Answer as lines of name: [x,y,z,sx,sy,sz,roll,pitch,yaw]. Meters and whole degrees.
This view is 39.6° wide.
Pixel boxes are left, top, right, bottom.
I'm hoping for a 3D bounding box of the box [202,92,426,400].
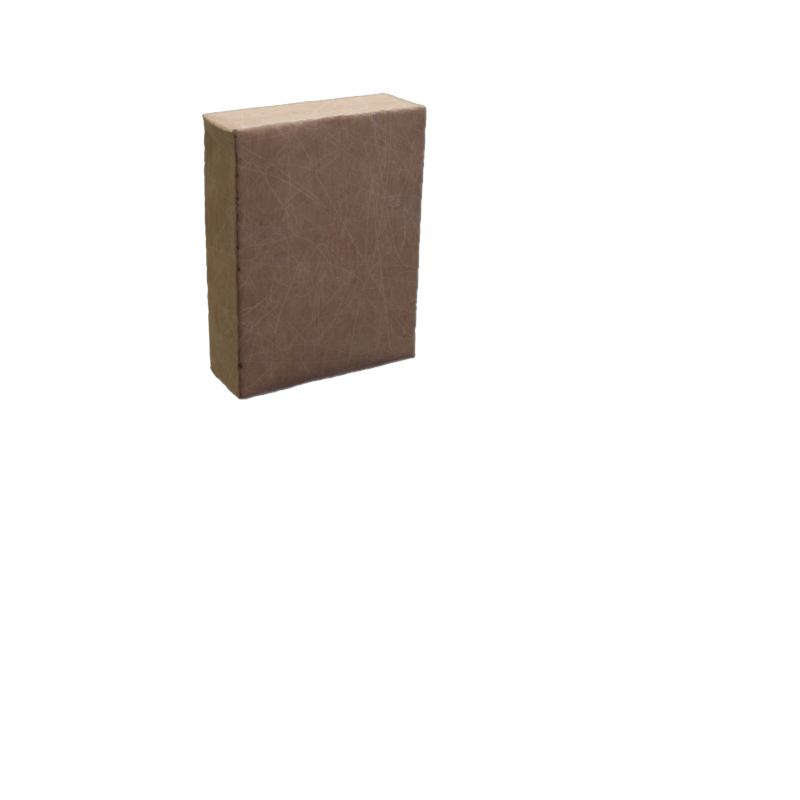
box: [-0.068,-0.124,0.867,0.161,0.204,0.077,-12,24,-29]
